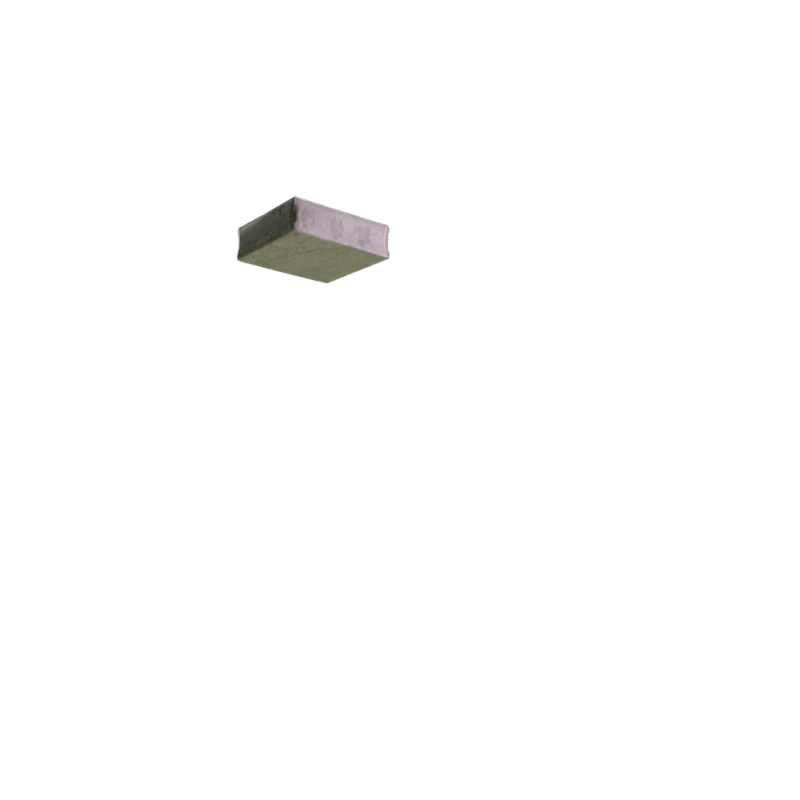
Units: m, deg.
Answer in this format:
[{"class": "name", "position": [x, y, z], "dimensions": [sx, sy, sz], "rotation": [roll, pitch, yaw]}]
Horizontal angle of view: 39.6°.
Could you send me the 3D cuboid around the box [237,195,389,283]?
[{"class": "box", "position": [-0.064, -0.116, 0.814], "dimensions": [0.085, 0.031, 0.074], "rotation": [11, -19, -37]}]
